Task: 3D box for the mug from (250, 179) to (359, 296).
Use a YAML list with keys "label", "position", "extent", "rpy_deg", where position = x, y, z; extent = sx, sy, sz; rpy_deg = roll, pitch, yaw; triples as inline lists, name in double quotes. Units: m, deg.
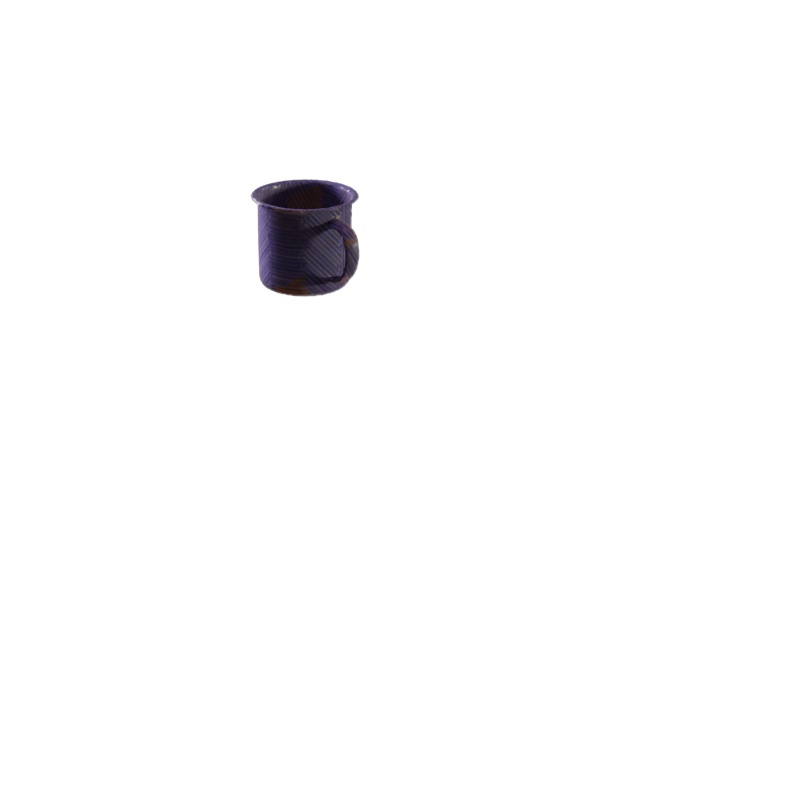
- label: "mug"
  position: [-0.075, -0.137, 0.962]
  extent: [0.092, 0.078, 0.125]
  rpy_deg: [-19, 31, -37]
